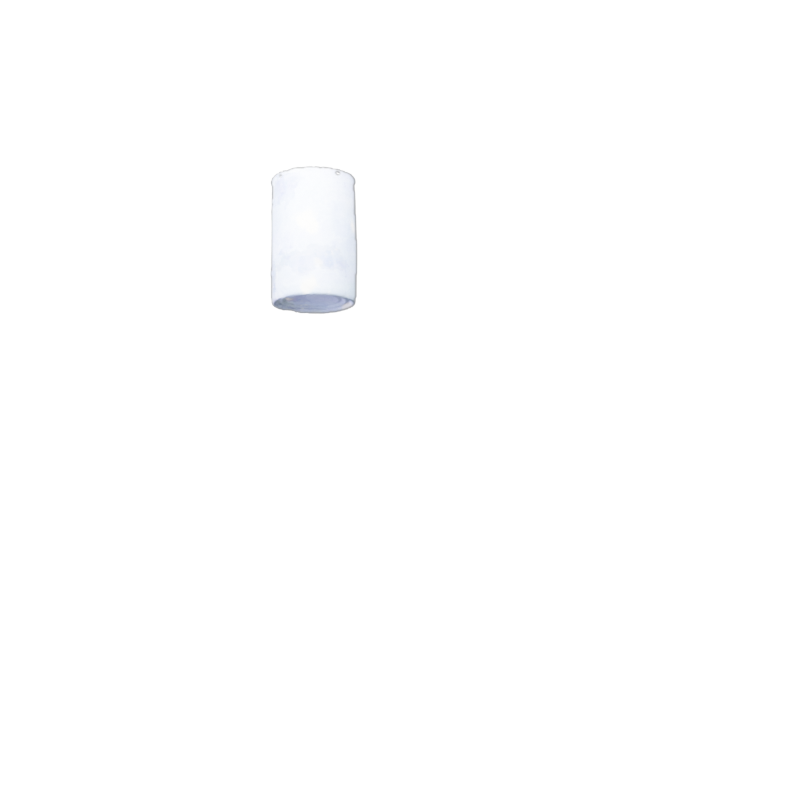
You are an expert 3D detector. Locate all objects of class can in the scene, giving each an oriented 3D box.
[{"bbox_3d":[-0.068,-0.125,0.875,0.068,0.106,0.066,0,-14,-2],"label":"can"}]
